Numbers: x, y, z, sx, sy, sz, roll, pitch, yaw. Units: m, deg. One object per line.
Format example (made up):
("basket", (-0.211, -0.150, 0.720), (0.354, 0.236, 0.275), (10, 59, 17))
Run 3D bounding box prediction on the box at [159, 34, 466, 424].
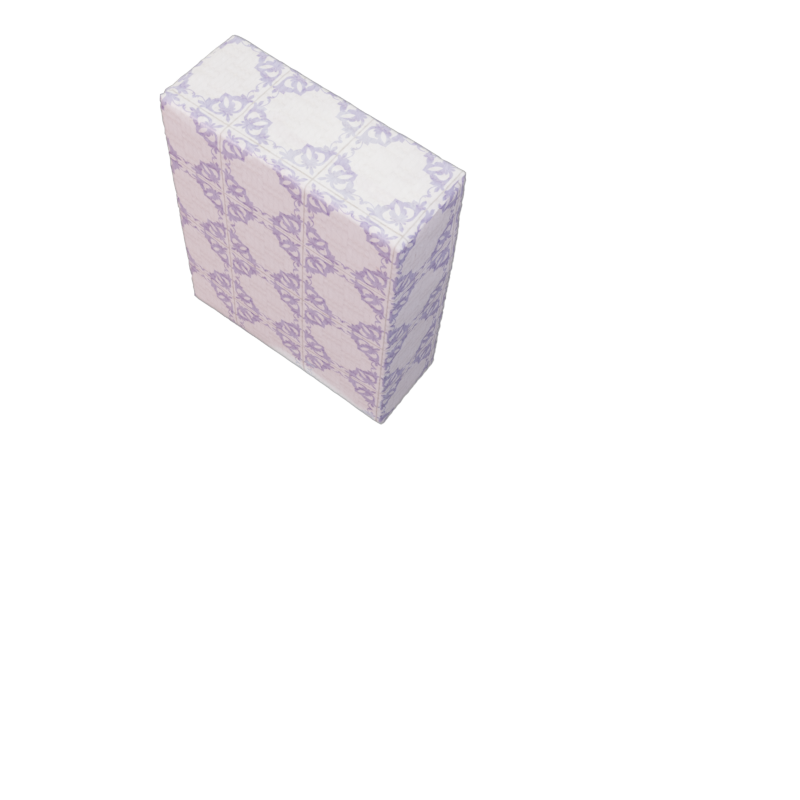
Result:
("box", (-0.053, -0.096, 0.671), (0.171, 0.073, 0.201), (35, -25, 16))
